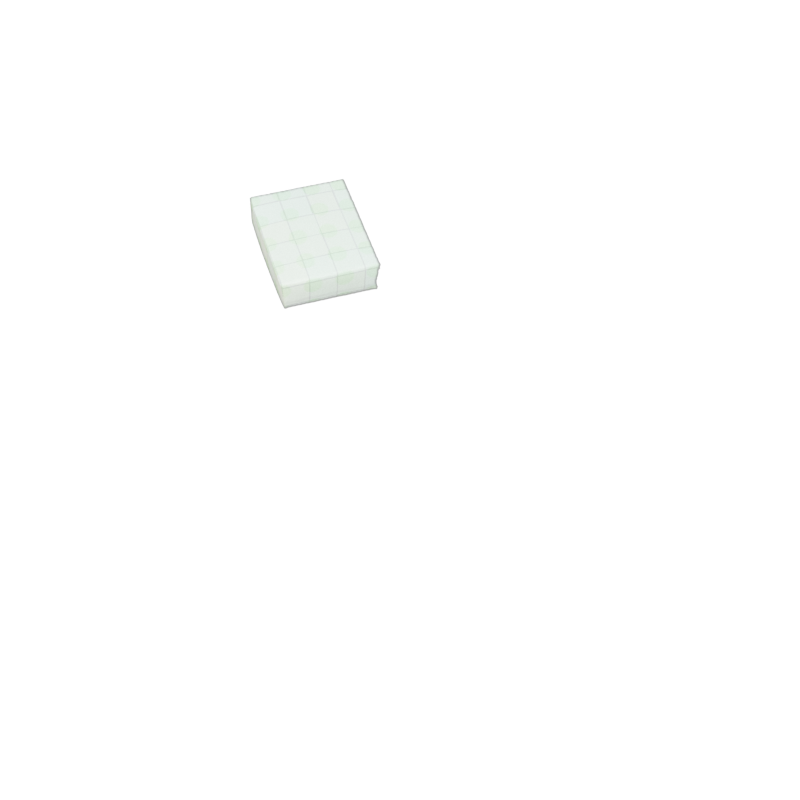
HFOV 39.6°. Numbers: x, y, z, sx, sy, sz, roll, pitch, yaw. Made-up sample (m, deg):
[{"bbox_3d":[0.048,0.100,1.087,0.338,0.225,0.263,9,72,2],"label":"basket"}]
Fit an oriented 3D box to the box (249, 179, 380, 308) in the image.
[{"bbox_3d":[-0.077,-0.141,0.986,0.089,0.122,0.036,-14,-36,-11],"label":"box"}]
